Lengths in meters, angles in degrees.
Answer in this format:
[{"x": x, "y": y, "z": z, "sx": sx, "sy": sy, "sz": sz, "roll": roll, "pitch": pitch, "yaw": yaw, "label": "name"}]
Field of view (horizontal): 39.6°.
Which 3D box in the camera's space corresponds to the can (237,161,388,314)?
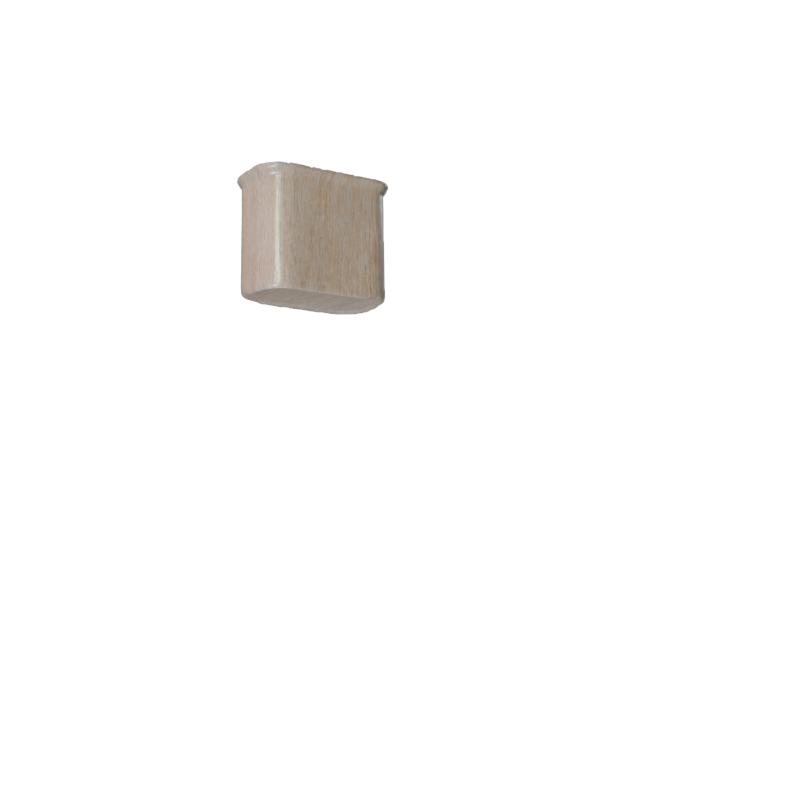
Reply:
[{"x": -0.058, "y": -0.106, "z": 0.744, "sx": 0.098, "sy": 0.087, "sz": 0.058, "roll": 7, "pitch": -15, "yaw": -32, "label": "can"}]
